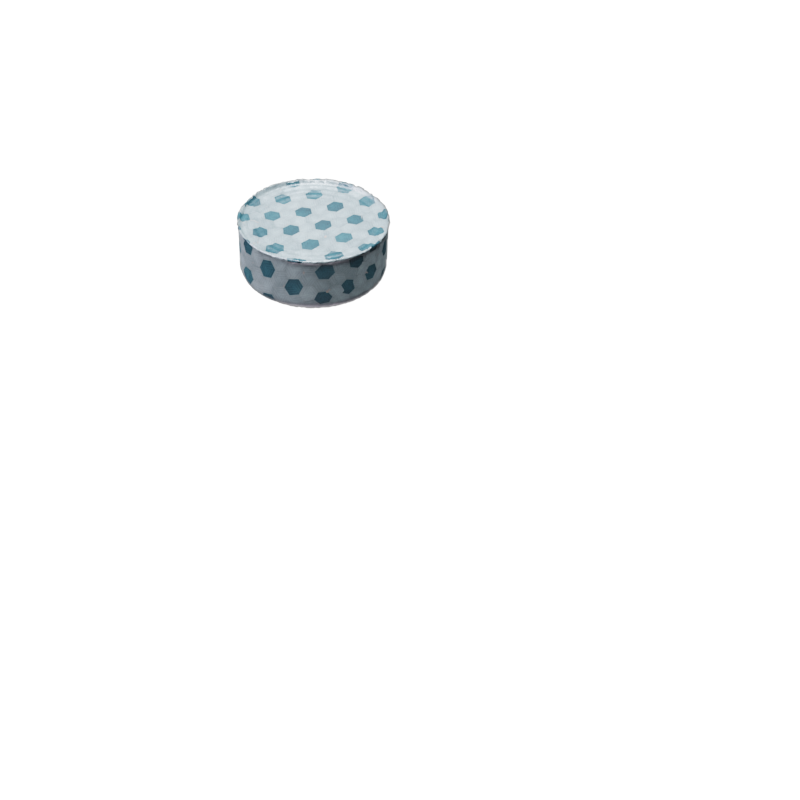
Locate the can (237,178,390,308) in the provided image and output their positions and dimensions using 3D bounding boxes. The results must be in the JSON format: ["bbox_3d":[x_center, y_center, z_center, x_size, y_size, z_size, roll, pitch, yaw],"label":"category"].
[{"bbox_3d":[-0.049,-0.090,0.630,0.086,0.031,0.092,-1,39,-2],"label":"can"}]
